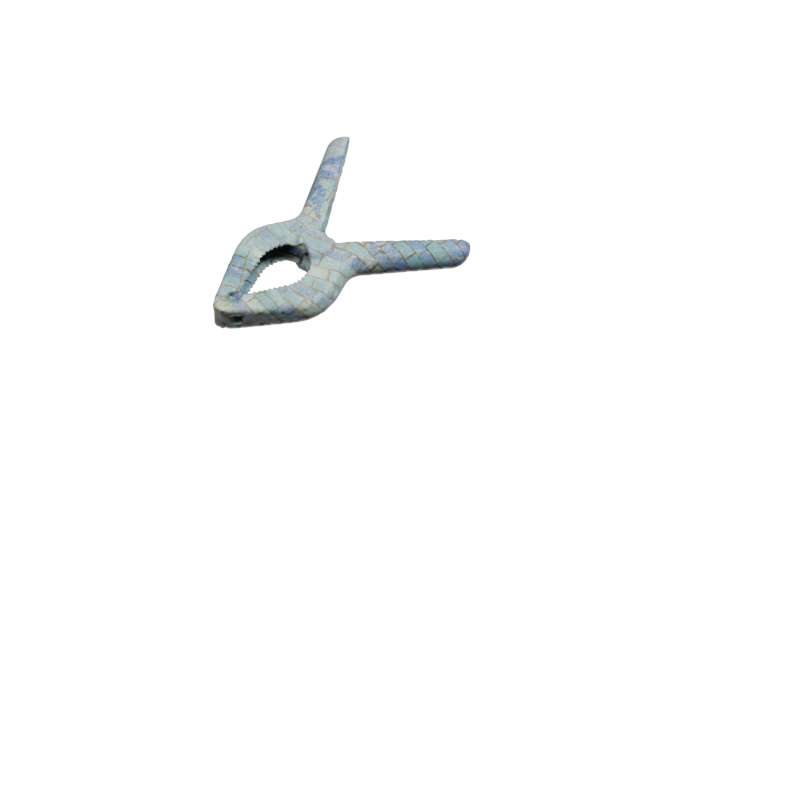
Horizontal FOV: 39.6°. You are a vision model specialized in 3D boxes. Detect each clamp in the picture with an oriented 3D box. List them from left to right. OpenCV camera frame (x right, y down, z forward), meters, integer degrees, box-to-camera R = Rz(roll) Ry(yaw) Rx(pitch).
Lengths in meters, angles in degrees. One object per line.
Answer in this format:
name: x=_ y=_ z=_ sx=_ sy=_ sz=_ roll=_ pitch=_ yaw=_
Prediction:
clamp: x=-0.072 y=-0.130 z=0.914 sx=0.210 sy=0.176 sz=0.034 roll=-29 pitch=-30 yaw=-19
